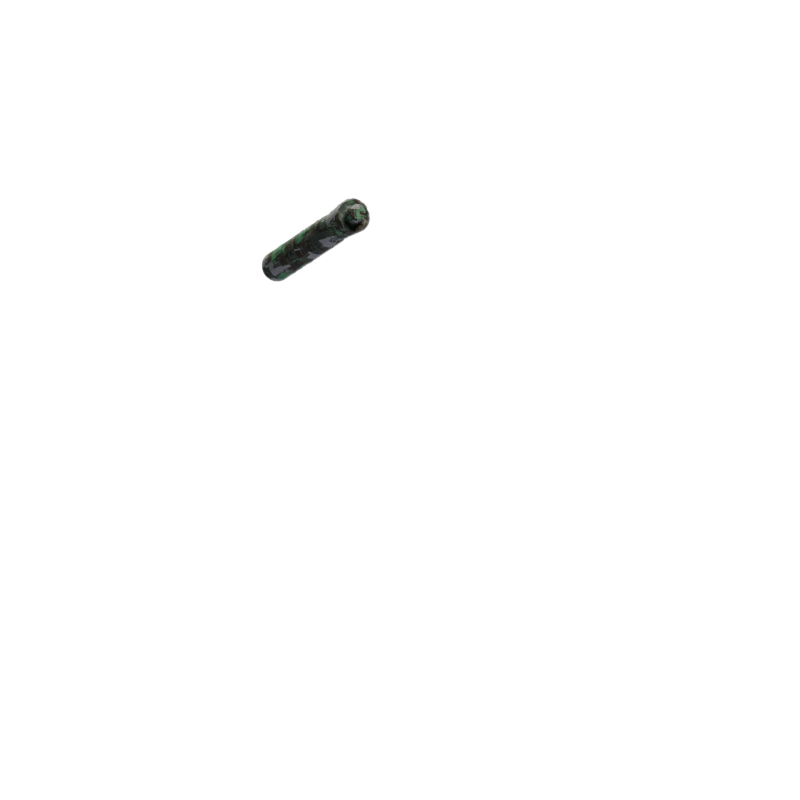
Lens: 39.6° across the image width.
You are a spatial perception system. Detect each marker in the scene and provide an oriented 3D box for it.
[{"bbox_3d":[-0.049,-0.090,0.629,0.019,0.020,0.121,-2,-7,-27],"label":"marker"}]
